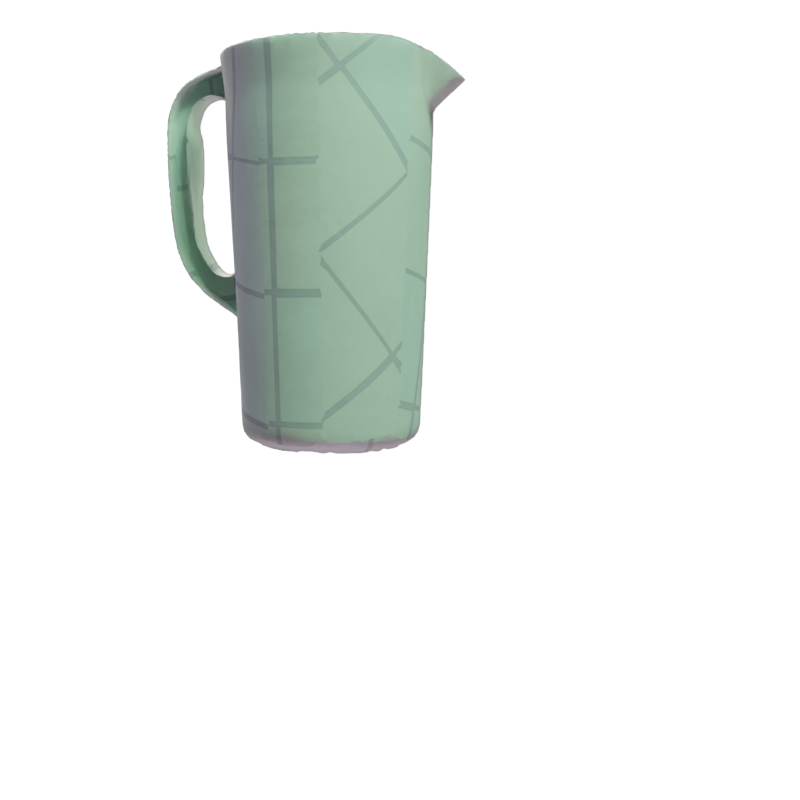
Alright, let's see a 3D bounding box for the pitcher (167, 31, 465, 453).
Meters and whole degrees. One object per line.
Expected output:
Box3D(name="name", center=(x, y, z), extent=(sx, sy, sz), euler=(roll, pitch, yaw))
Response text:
Box3D(name="pitcher", center=(-0.053, -0.097, 0.679), extent=(0.140, 0.243, 0.154), euler=(-1, 1, -30))
